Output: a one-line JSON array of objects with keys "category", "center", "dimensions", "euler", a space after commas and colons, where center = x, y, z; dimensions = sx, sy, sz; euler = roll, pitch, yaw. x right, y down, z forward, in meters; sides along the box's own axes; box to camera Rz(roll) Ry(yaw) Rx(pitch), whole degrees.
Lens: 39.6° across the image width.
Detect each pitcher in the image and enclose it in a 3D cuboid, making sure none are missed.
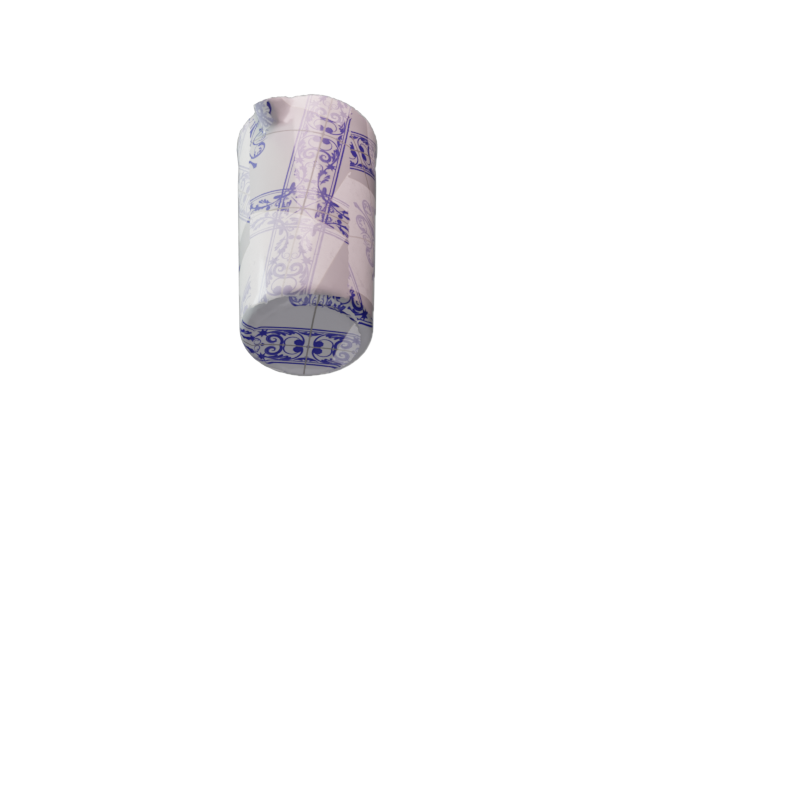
[{"category": "pitcher", "center": [-0.076, -0.139, 0.974], "dimensions": [0.145, 0.261, 0.138], "euler": [11, -43, -16]}]
